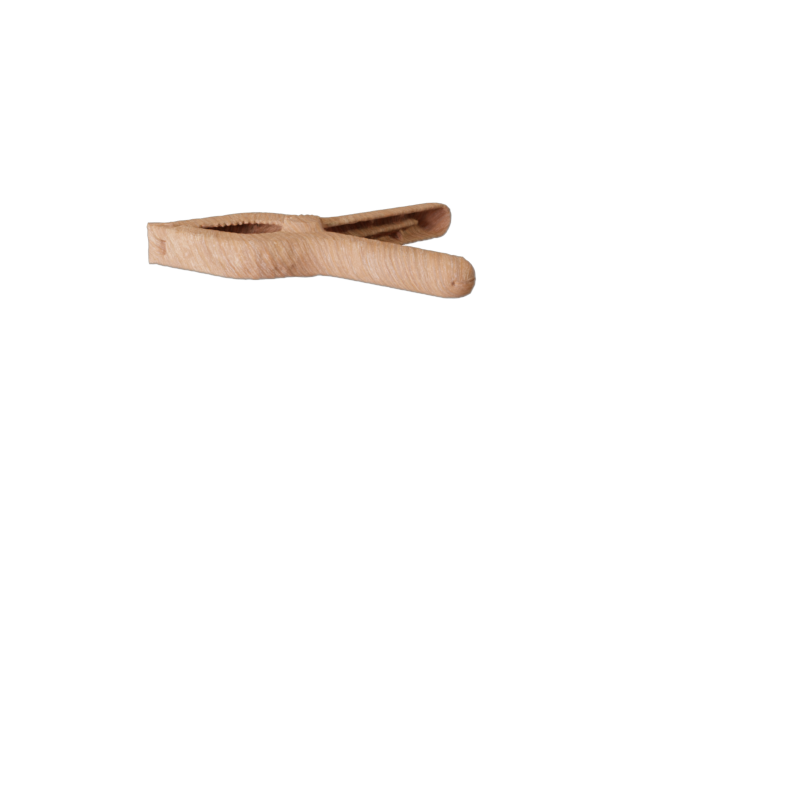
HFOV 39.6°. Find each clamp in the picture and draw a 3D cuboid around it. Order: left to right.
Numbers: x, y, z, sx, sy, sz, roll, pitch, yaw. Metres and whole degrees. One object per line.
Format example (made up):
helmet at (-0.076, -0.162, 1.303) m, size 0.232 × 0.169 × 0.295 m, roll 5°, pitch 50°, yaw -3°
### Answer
clamp at (-0.056, -0.103, 0.720) m, size 0.212 × 0.035 × 0.169 m, roll 2°, pitch 21°, yaw 6°
